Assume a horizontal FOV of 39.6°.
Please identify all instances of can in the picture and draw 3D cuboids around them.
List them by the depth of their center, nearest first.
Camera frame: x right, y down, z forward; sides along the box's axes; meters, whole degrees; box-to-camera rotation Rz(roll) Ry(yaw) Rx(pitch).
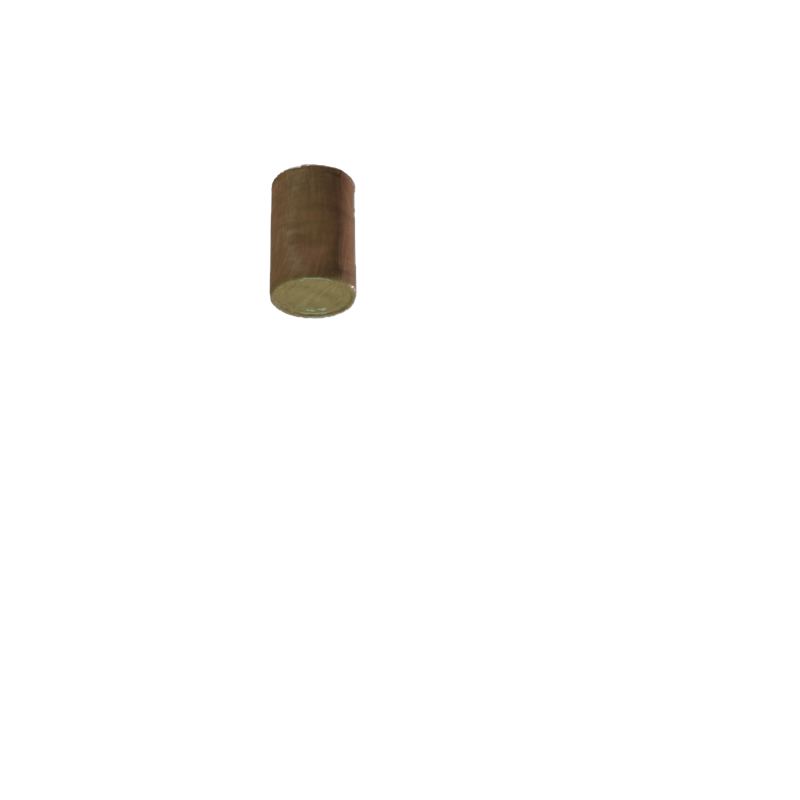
[{"bbox_3d":[-0.068,-0.124,0.865,0.068,0.109,0.064,0,-28,-2],"label":"can"}]
